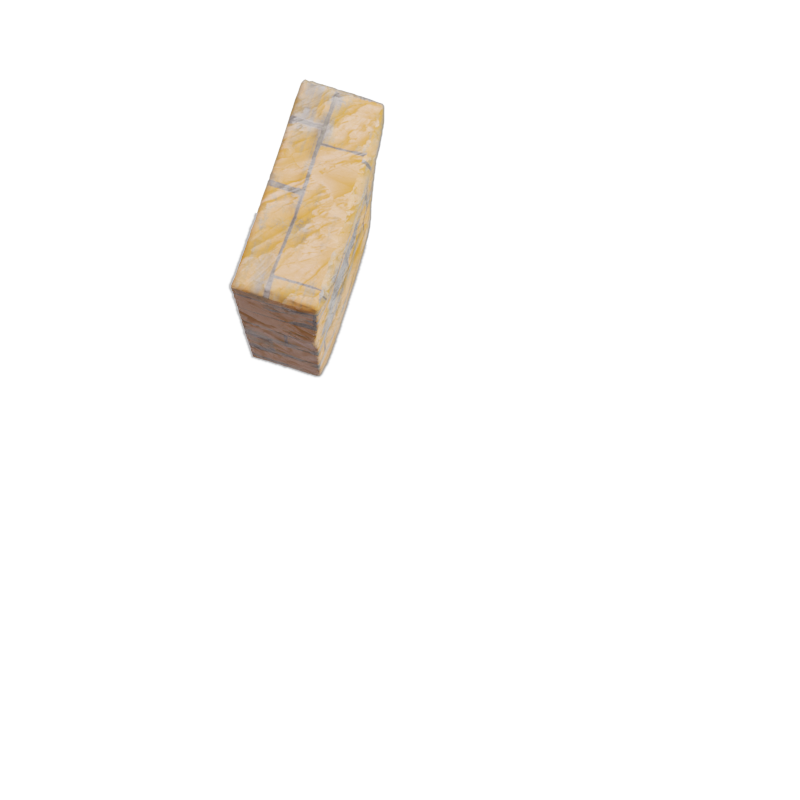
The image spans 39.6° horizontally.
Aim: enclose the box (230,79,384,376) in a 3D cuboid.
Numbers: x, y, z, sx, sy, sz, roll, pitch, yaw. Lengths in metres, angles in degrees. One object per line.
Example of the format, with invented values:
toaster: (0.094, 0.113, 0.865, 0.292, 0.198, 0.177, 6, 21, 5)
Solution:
box: (-0.067, -0.123, 0.860, 0.072, 0.169, 0.207, 16, -14, -1)
